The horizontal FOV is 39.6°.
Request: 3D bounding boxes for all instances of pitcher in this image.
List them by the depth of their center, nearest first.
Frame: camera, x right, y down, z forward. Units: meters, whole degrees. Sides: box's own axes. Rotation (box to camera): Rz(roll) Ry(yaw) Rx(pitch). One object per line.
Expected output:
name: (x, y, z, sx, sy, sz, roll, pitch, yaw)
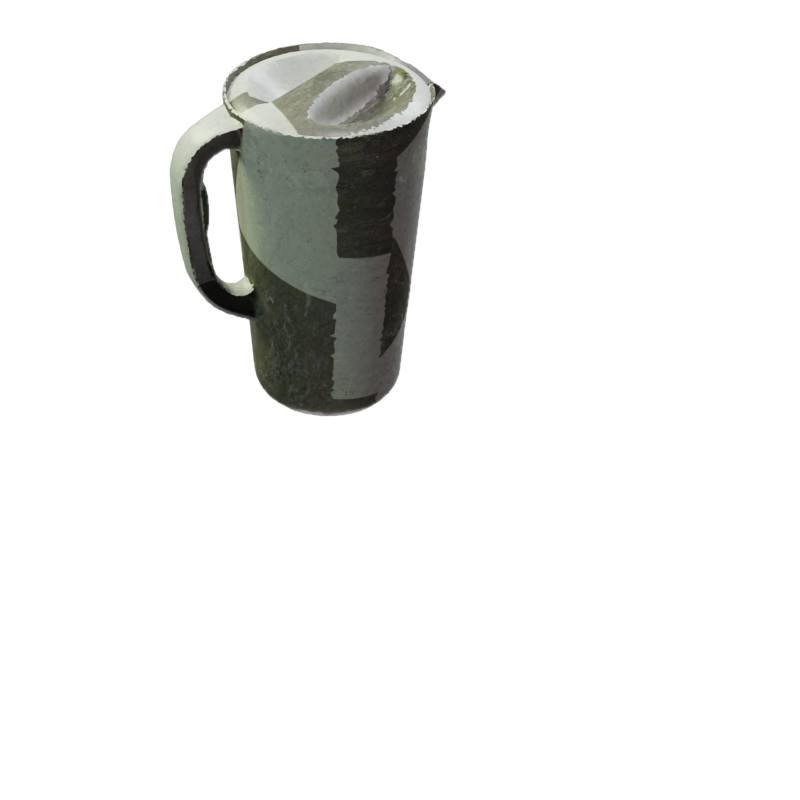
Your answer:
pitcher: (-0.059, -0.107, 0.751, 0.152, 0.227, 0.152, 11, 38, 11)
